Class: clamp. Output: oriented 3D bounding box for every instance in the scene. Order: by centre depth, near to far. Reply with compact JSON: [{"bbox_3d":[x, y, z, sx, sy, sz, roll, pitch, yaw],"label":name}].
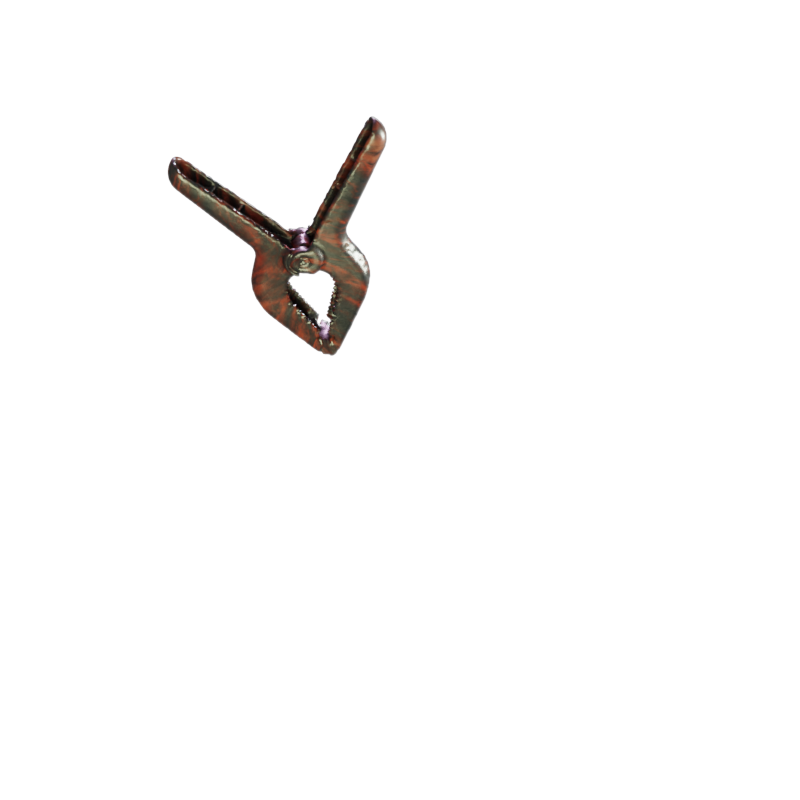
[{"bbox_3d":[-0.068,-0.124,0.866,0.165,0.195,0.039,-14,37,11],"label":"clamp"}]
